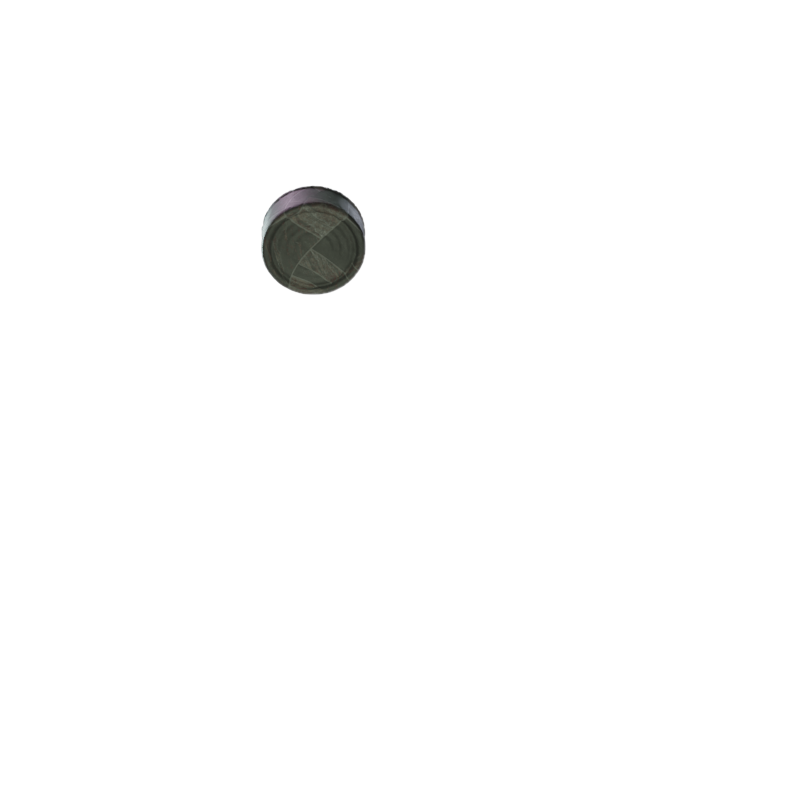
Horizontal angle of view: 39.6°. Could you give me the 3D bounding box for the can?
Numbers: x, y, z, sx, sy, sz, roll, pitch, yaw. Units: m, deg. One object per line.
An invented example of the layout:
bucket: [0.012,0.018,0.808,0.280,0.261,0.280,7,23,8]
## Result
can: [-0.071,-0.129,0.904,0.086,0.081,0.036,1,31,-1]
